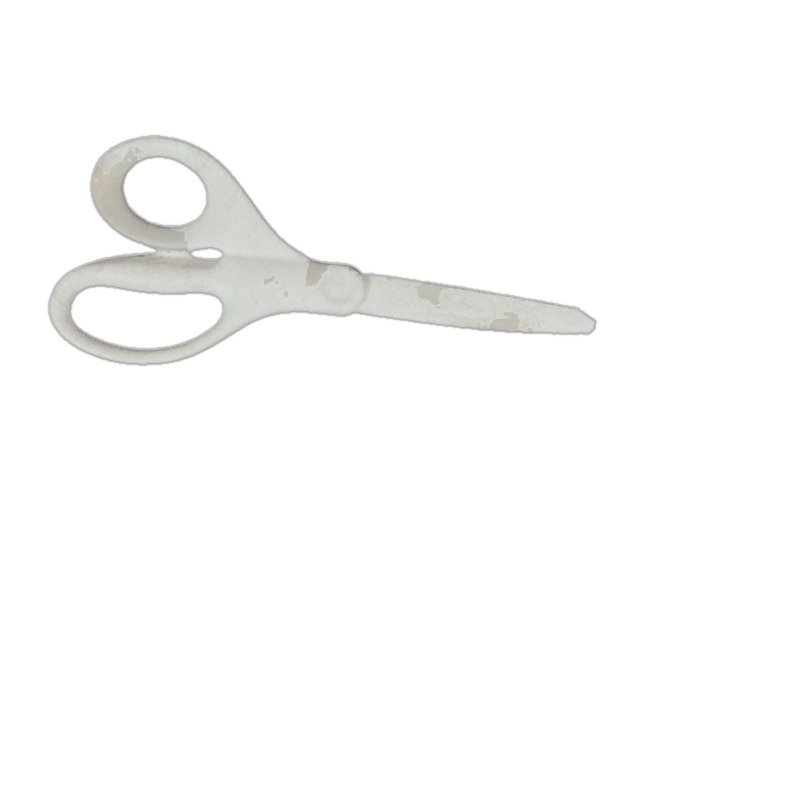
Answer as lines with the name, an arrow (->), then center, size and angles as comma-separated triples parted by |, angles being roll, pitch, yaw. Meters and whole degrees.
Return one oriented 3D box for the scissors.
scissors -> -0.033, -0.060, 0.422 | 0.201, 0.099, 0.015 | -8, -10, -1
